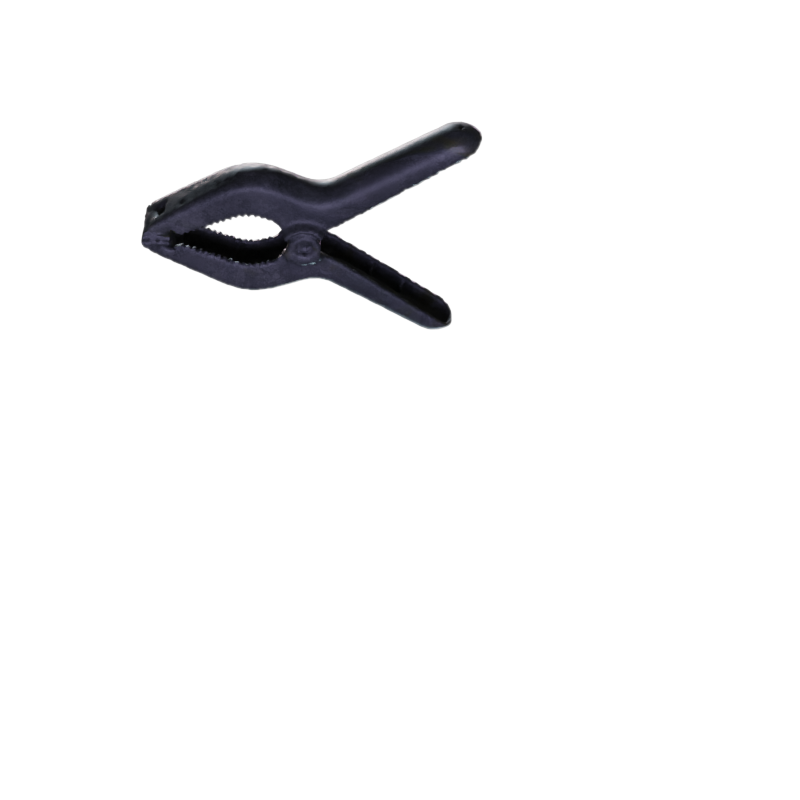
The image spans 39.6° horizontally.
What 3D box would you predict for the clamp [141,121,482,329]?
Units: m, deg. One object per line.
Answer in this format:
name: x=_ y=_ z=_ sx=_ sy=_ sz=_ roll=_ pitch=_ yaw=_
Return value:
clamp: x=-0.055 y=-0.100 z=0.701 sx=0.211 sy=0.039 sz=0.153 roll=-3 pitch=-44 yaw=3
